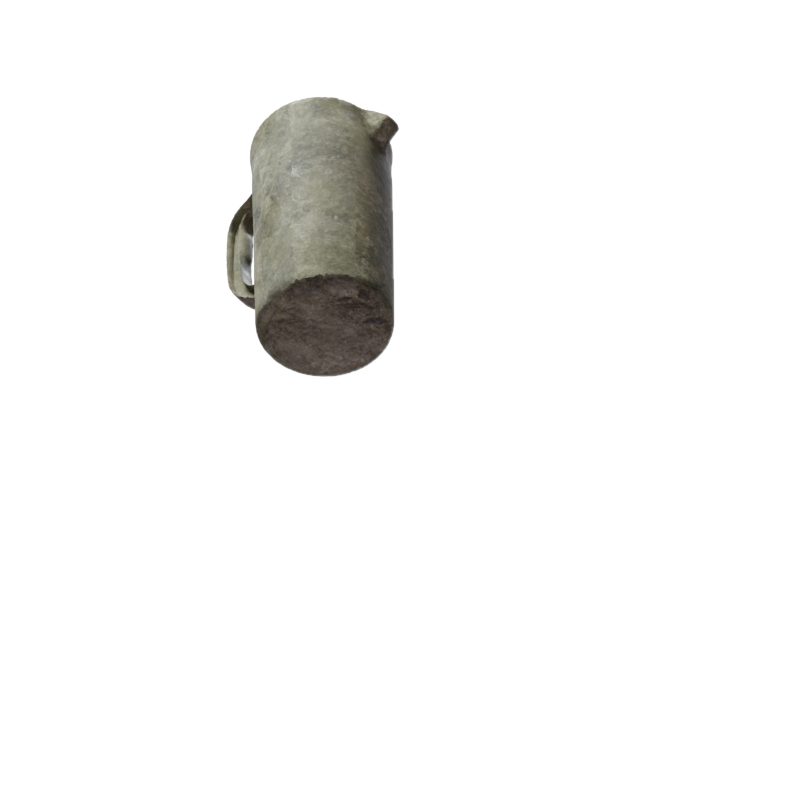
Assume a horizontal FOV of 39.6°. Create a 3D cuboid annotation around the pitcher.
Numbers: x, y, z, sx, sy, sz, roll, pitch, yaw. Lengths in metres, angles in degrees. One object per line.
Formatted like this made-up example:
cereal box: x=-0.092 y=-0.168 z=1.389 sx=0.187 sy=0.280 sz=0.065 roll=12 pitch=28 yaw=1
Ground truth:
pitcher: x=-0.074 y=-0.135 z=0.946 sx=0.143 sy=0.140 sz=0.261 roll=5 pitch=43 yaw=-8
